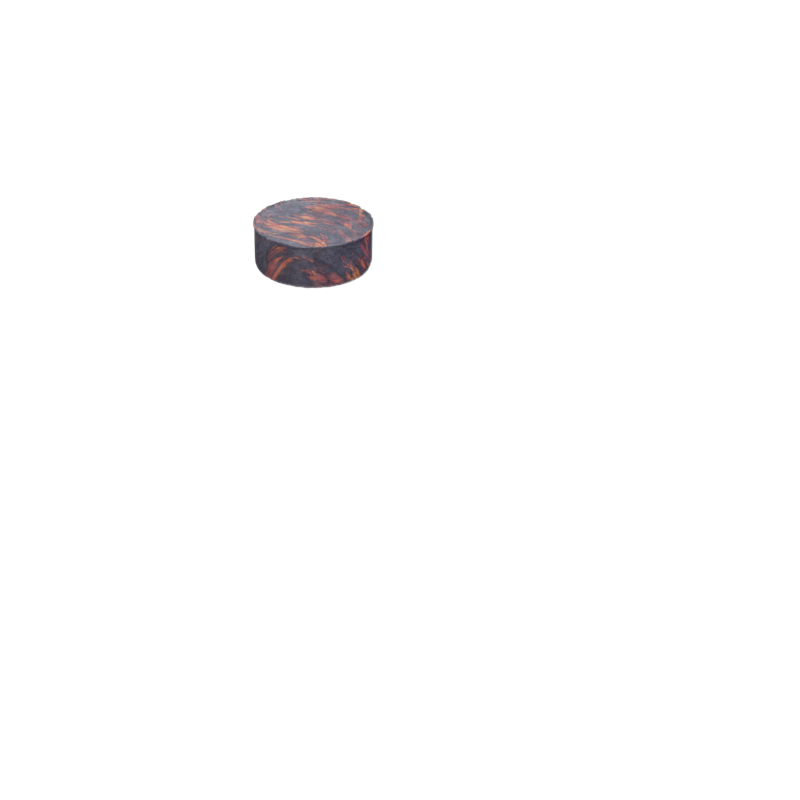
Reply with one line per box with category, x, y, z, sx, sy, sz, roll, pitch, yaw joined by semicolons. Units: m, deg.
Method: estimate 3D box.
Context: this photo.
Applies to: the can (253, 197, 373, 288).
can;-0.062;-0.113;0.792;0.086;0.032;0.091;-1;31;-2
